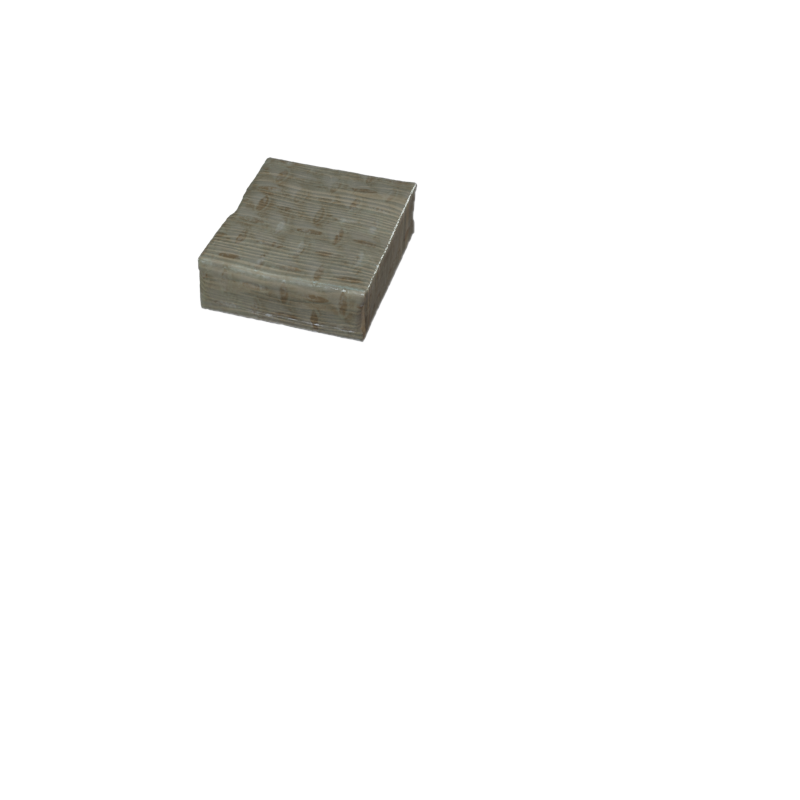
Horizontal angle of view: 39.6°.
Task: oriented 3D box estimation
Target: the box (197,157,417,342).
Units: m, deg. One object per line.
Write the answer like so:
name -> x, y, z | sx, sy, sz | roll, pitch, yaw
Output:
box -> -0.038, -0.069, 0.486 | 0.075, 0.028, 0.093 | 11, 42, 12
